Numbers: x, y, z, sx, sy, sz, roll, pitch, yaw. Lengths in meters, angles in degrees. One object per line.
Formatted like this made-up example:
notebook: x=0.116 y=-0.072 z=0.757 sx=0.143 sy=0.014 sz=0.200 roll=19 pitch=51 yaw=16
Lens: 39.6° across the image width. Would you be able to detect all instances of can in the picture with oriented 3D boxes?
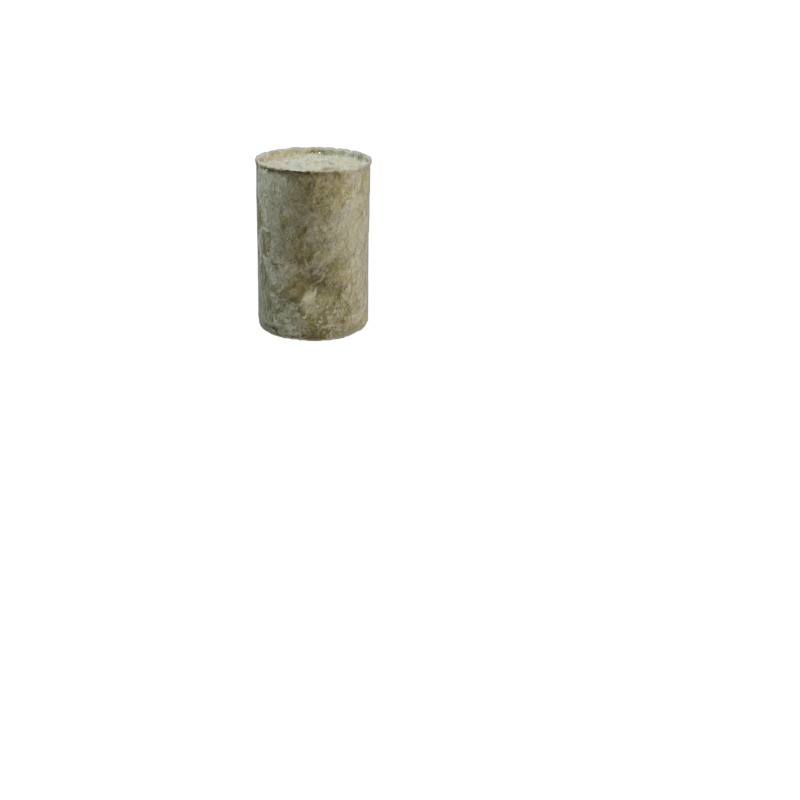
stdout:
can: x=-0.051 y=-0.094 z=0.657 sx=0.068 sy=0.098 sz=0.071 roll=0 pitch=18 yaw=-2
